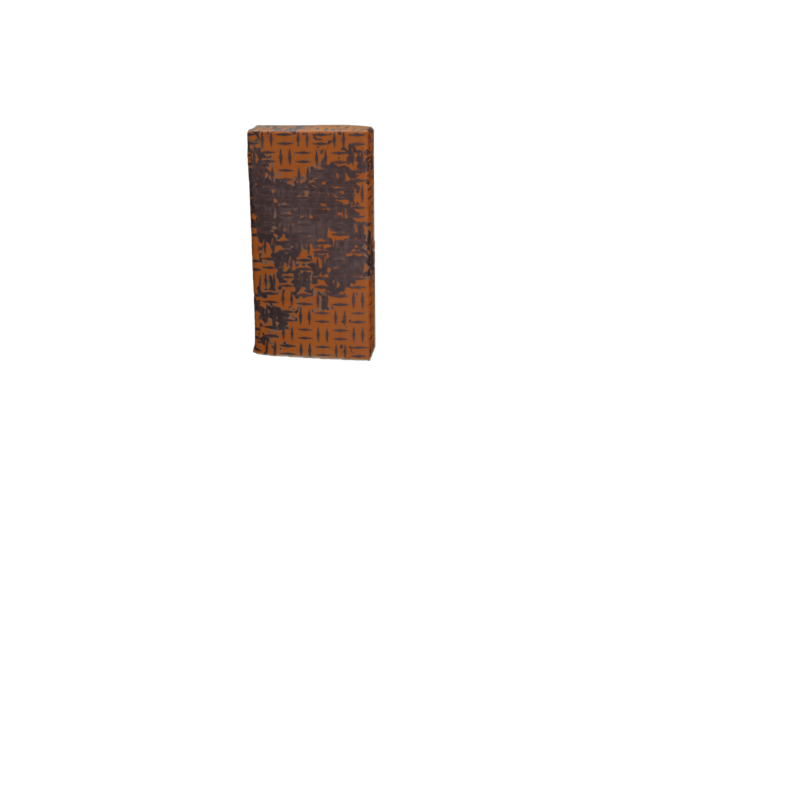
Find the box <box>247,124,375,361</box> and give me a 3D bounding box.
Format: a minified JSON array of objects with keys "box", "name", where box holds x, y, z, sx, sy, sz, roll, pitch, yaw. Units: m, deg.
[{"box":[-0.066,-0.121,0.845,0.094,0.172,0.049,3,11,9],"name":"box"}]
